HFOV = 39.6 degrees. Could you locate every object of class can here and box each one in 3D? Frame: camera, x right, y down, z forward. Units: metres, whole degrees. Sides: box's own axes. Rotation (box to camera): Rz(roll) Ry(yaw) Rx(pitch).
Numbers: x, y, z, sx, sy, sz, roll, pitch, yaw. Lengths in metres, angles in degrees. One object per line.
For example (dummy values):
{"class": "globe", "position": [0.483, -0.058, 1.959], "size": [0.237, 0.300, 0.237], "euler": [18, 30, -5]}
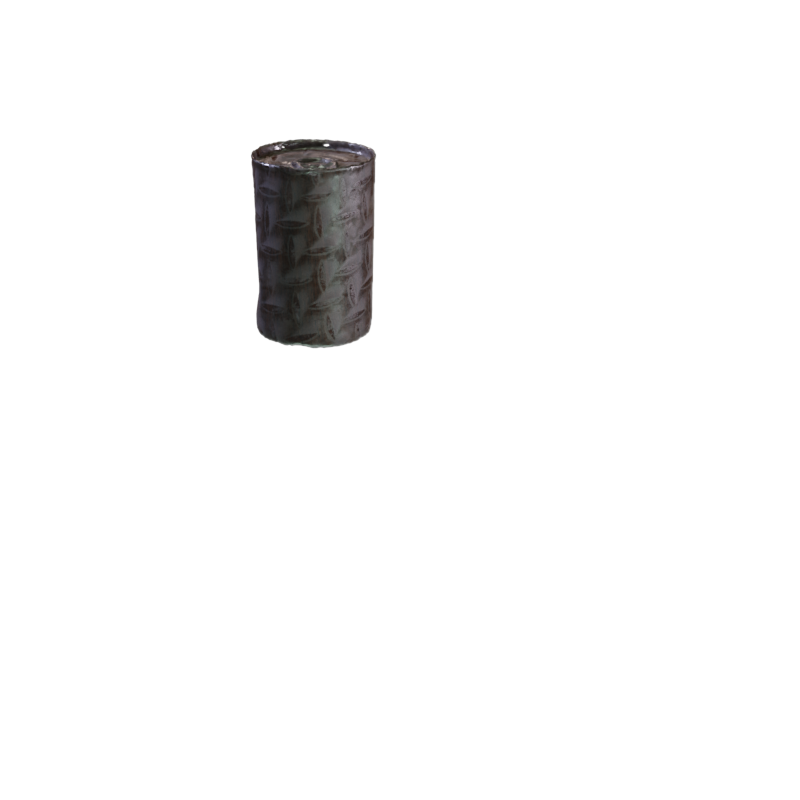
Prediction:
{"class": "can", "position": [-0.048, -0.088, 0.617], "size": [0.068, 0.098, 0.072], "euler": [0, 21, -2]}
